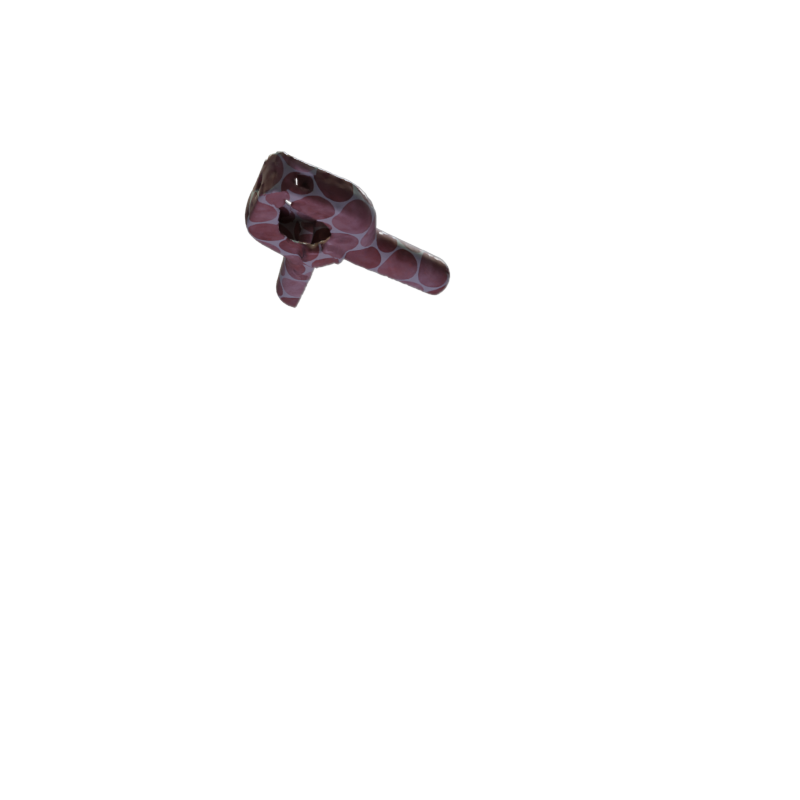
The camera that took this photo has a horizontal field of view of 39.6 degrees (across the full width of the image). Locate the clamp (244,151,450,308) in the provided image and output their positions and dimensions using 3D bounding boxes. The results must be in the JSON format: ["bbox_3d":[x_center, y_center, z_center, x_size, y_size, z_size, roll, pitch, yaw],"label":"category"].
[{"bbox_3d":[-0.054,-0.099,0.696,0.122,0.042,0.159,-13,-28,25],"label":"clamp"}]
